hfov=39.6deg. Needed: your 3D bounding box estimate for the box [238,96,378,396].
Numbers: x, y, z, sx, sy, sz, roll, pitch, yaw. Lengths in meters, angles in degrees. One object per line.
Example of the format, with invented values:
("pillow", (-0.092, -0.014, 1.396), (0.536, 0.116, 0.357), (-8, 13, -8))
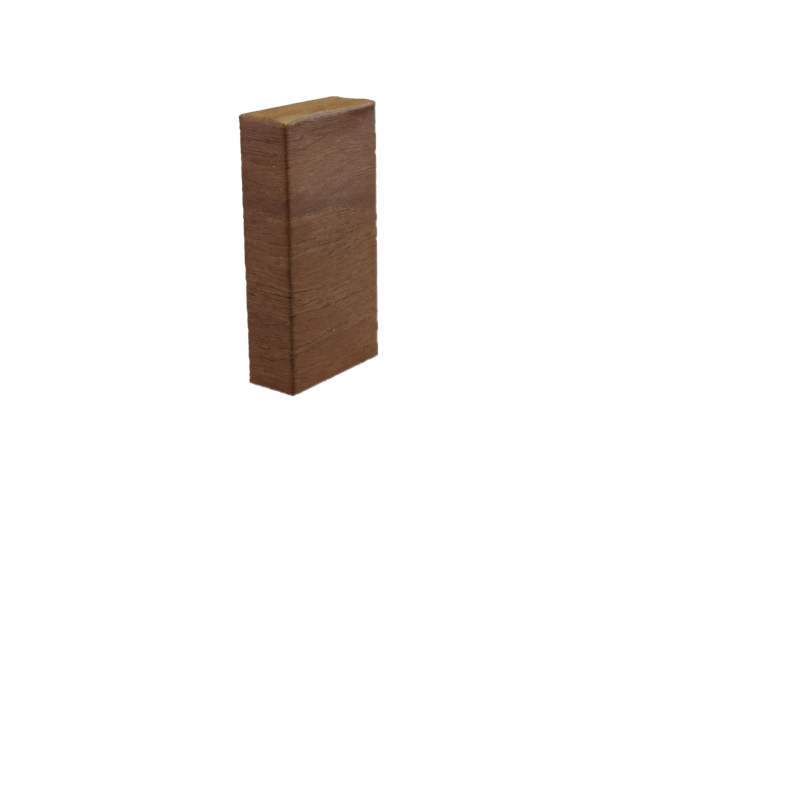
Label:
("box", (-0.056, -0.102, 0.714), (0.051, 0.169, 0.092), (15, 24, 34))
